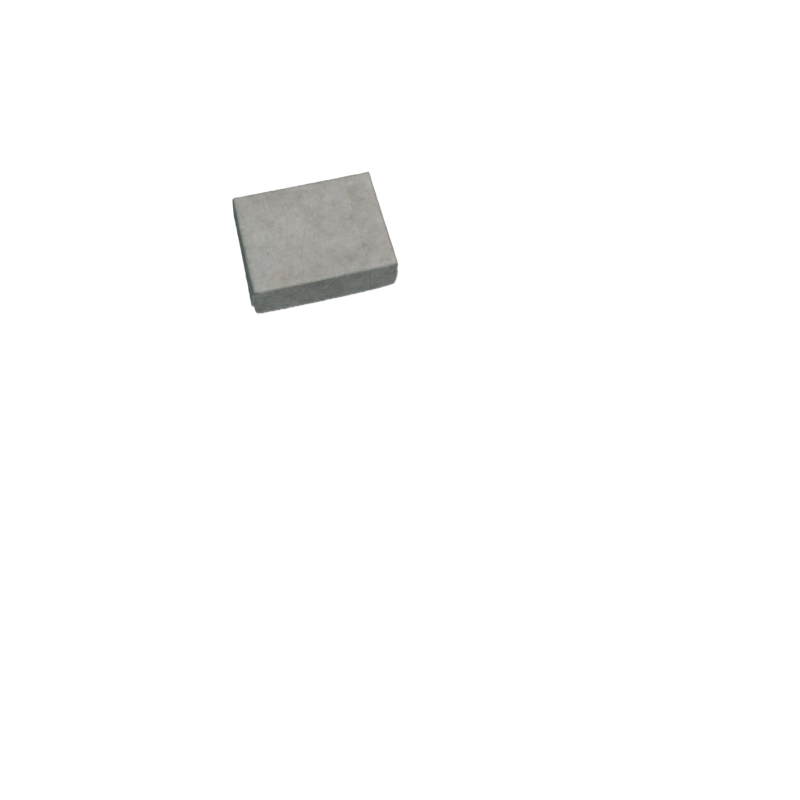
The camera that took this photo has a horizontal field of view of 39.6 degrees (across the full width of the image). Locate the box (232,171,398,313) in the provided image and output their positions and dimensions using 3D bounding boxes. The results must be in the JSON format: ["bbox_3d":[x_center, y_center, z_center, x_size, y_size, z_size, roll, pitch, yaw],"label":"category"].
[{"bbox_3d":[-0.067,-0.122,0.853,0.113,0.096,0.036,-12,-30,-7],"label":"box"}]
